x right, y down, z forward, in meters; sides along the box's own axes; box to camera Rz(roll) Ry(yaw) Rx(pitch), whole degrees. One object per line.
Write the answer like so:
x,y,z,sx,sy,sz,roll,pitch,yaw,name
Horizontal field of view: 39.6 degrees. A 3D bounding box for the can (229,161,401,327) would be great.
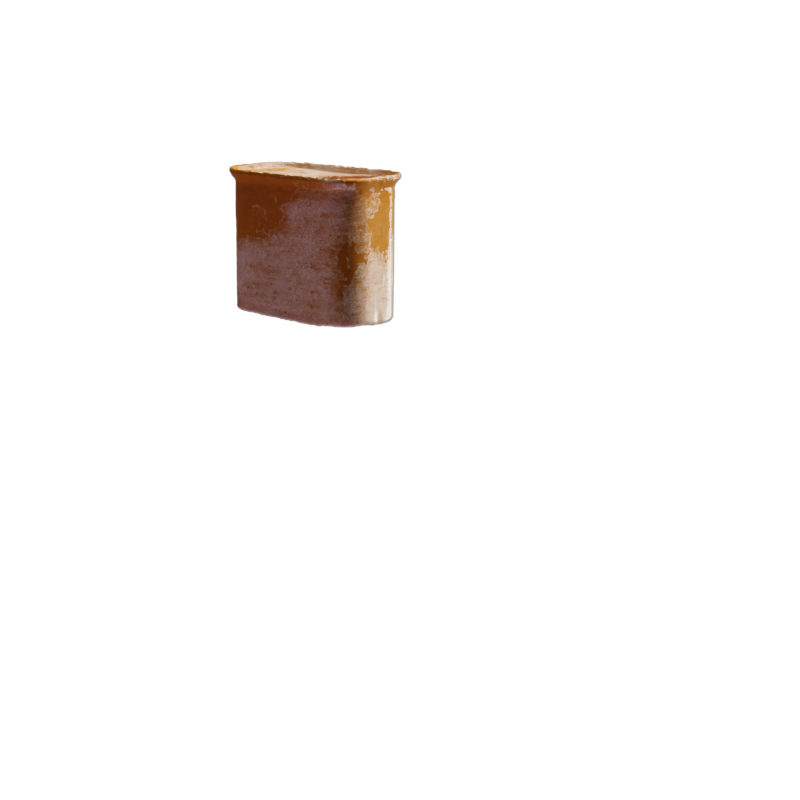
-0.050,-0.091,0.636,0.107,0.082,0.056,12,17,39,can
